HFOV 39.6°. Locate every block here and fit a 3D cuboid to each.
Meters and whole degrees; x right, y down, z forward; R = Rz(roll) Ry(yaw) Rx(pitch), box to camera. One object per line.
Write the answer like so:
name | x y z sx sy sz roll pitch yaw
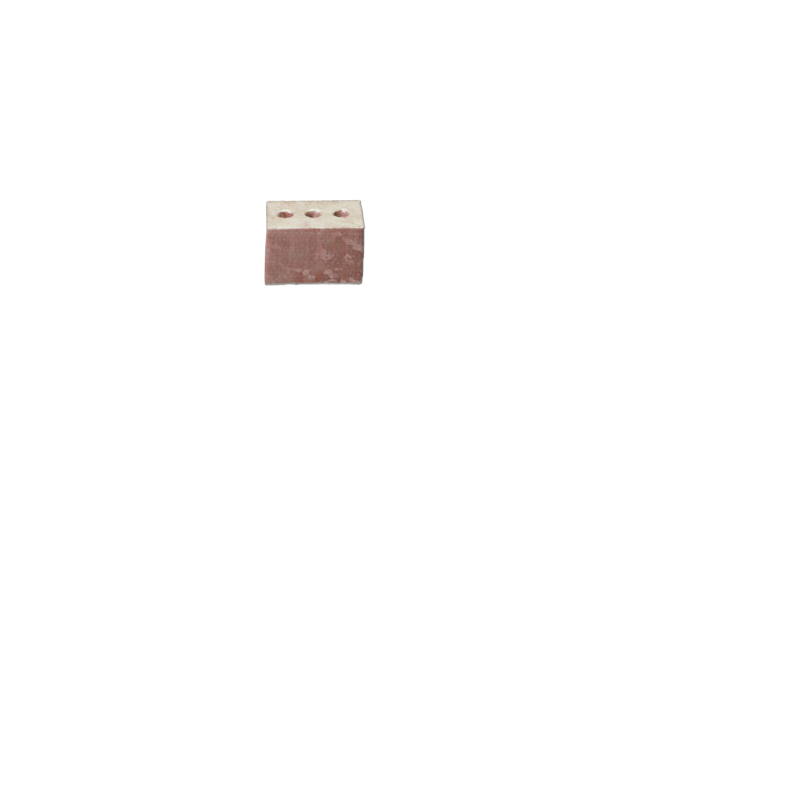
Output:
block | -0.069 -0.125 0.877 0.078 0.048 0.056 -1 32 -3
